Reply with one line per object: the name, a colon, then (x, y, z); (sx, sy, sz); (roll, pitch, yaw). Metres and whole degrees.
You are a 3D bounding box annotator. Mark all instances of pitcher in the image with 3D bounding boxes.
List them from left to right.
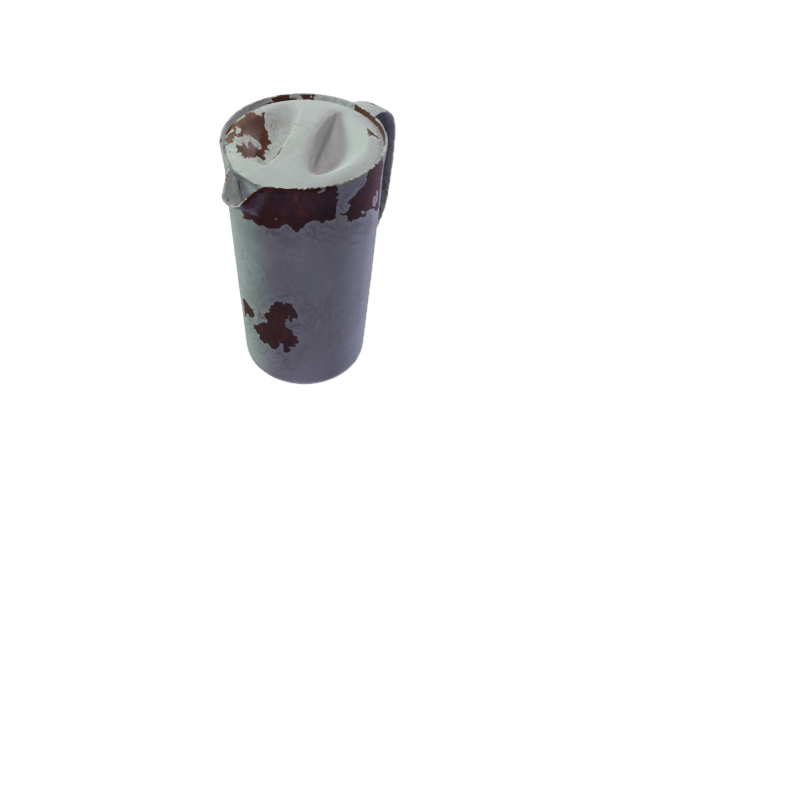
pitcher: (-0.075, -0.137, 0.957); (0.148, 0.226, 0.156); (-2, 45, -5)
